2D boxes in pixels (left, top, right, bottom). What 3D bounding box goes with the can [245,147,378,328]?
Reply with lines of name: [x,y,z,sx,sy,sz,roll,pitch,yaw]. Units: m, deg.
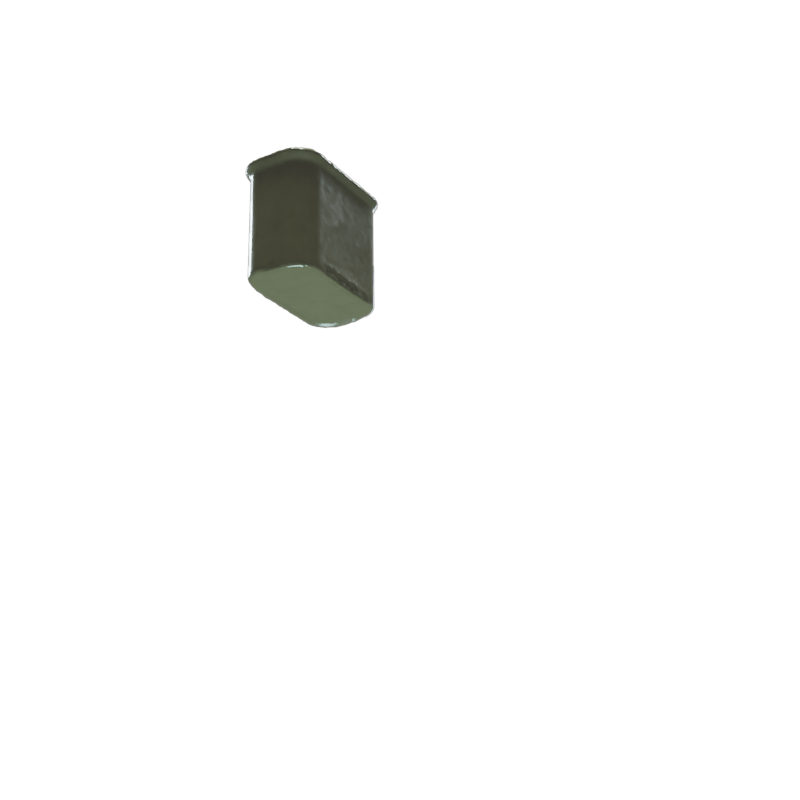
can: [-0.057,-0.104,0.732,0.058,0.089,0.095,-16,-28,28]
